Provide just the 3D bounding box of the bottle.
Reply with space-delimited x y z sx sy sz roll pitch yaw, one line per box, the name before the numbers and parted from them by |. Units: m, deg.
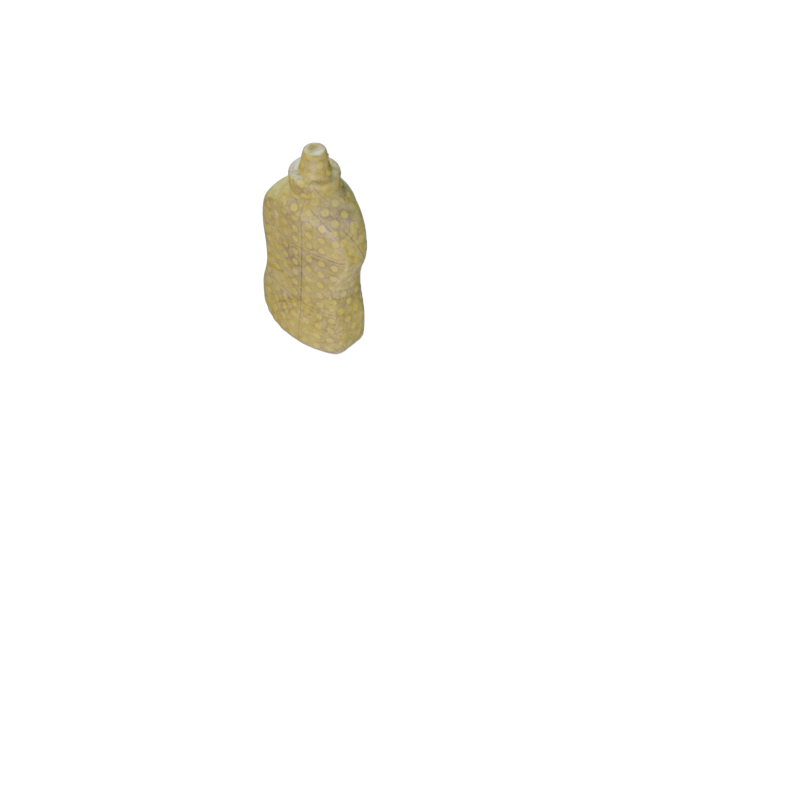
bottle | -0.070 -0.129 0.903 0.059 0.179 0.102 -35 58 -30
